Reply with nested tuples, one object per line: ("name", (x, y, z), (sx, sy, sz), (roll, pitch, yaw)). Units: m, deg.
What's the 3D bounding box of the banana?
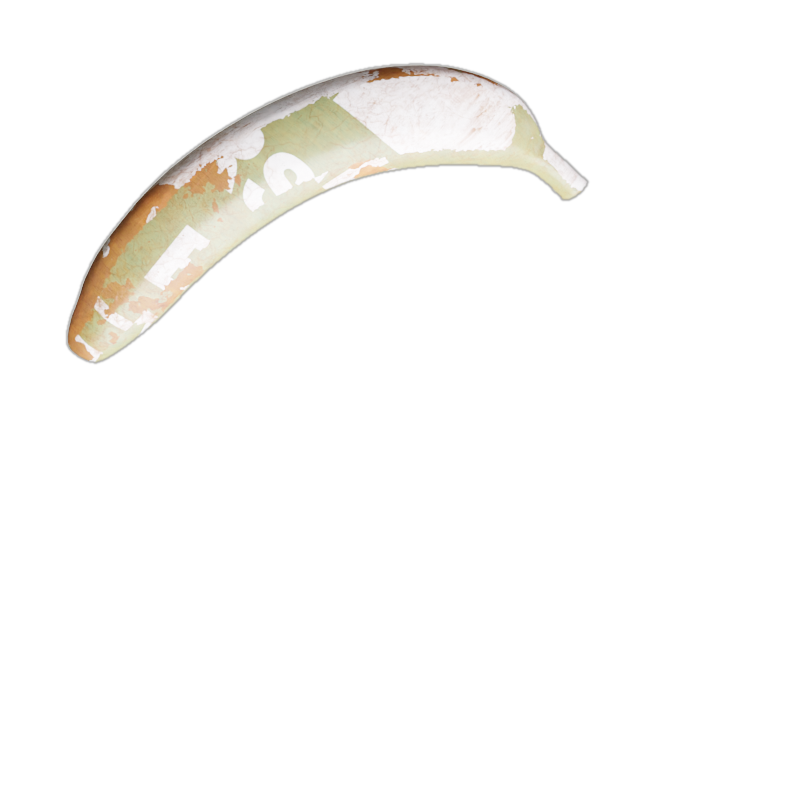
("banana", (-0.033, -0.075, 0.396), (0.197, 0.070, 0.037), (-19, 0, -1))
